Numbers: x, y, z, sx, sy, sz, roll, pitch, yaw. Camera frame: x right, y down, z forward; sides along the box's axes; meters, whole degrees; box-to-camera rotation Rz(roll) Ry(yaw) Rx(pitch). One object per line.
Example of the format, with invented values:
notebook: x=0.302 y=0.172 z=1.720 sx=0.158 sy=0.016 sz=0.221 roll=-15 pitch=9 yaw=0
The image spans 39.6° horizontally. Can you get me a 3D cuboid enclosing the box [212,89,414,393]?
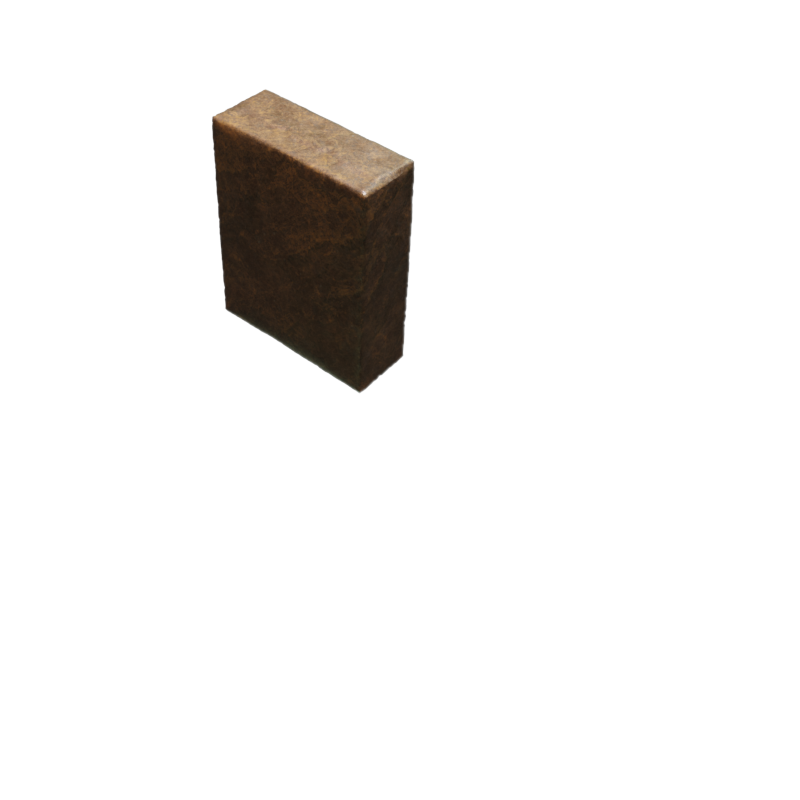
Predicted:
box: x=-0.073 y=-0.133 z=0.933 sx=0.174 sy=0.199 sz=0.072 roll=32 pitch=50 yaw=28
